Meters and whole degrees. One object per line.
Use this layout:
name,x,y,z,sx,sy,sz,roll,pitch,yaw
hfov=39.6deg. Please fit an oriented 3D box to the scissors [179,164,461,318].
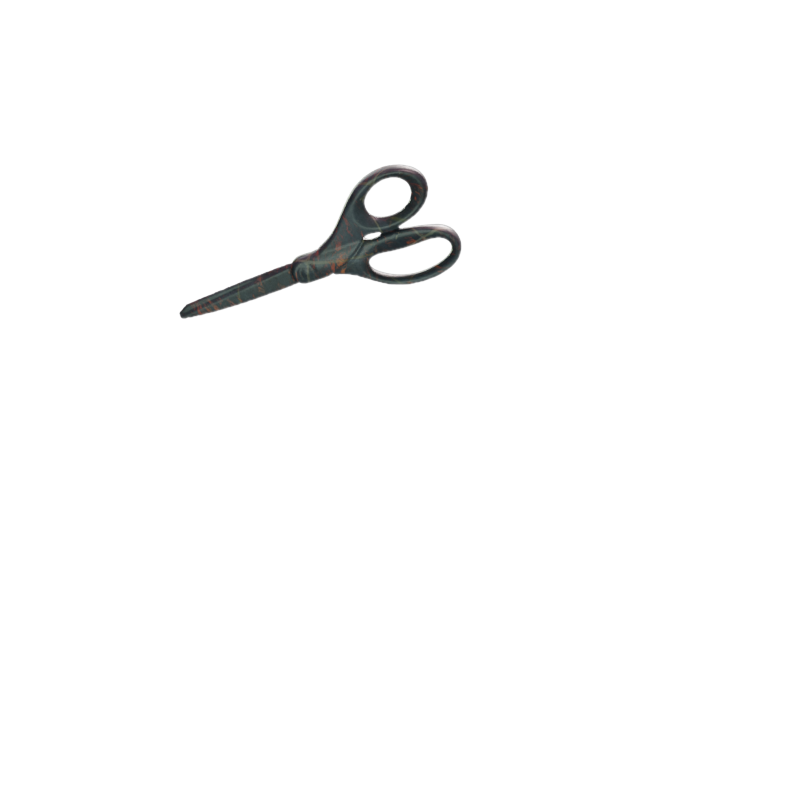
scissors,-0.060,-0.109,0.763,0.202,0.091,0.017,-6,25,3
